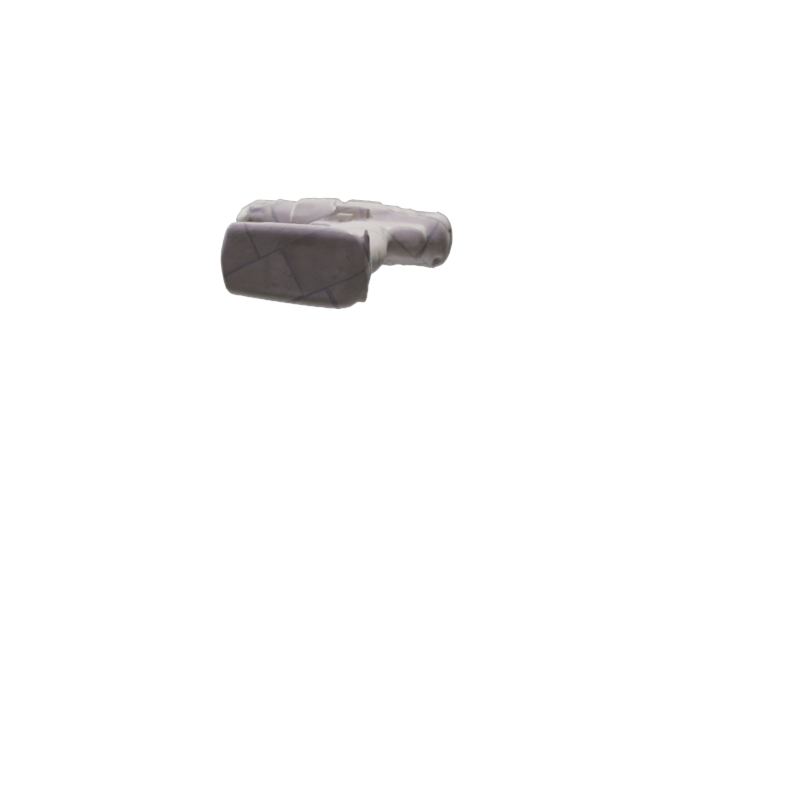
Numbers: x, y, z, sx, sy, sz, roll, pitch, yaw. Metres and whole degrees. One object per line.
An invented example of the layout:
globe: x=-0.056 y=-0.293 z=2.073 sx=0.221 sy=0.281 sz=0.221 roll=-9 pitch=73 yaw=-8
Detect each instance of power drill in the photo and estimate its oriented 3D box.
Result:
power drill: x=-0.067 y=-0.122 z=0.852 sx=0.189 sy=0.055 sz=0.189 roll=6 pitch=19 yaw=17
